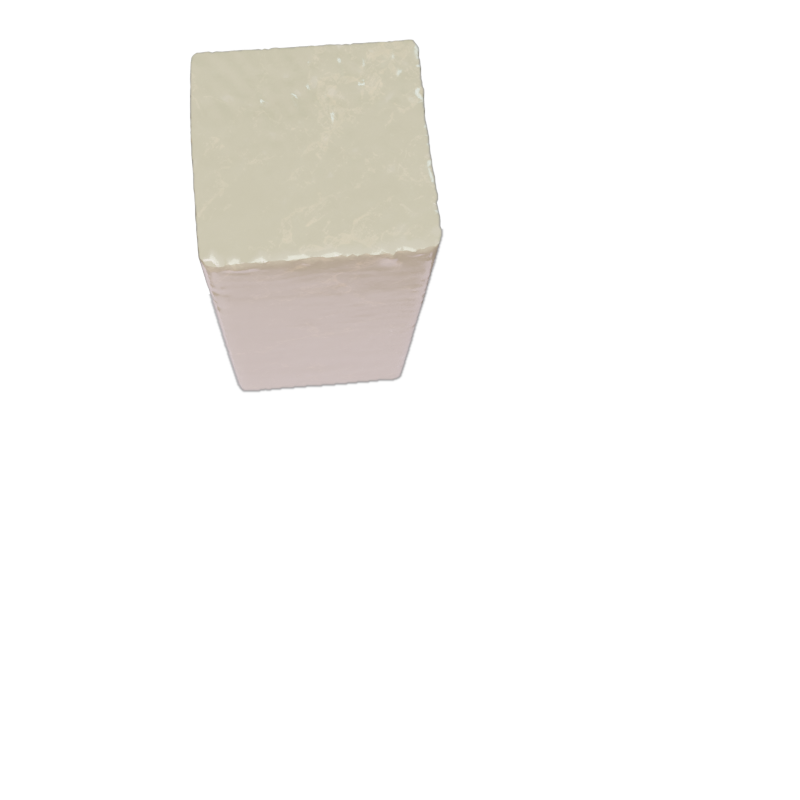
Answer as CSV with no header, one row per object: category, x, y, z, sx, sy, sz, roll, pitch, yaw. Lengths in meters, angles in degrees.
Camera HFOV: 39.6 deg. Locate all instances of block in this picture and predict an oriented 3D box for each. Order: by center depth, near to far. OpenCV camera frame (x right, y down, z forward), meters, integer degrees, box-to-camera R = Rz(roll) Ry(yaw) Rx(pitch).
block,-0.040,-0.072,0.508,0.090,0.094,0.198,-4,-14,-5
